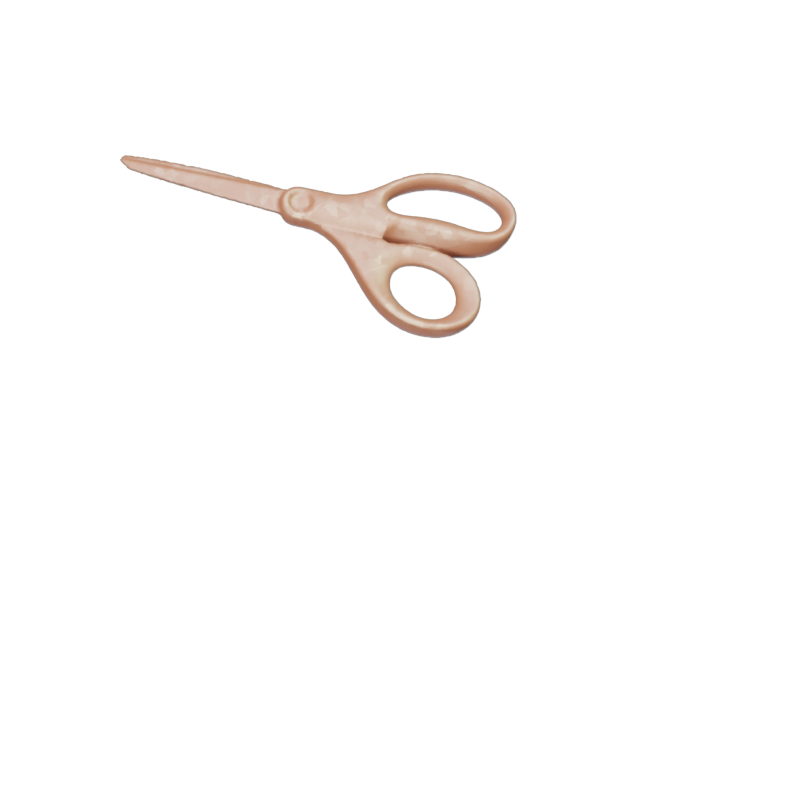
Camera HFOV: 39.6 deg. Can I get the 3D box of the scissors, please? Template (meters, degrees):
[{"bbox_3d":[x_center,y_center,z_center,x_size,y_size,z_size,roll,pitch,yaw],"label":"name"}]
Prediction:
[{"bbox_3d":[-0.043,-0.079,0.550,0.202,0.102,0.015,1,-26,1],"label":"scissors"}]
